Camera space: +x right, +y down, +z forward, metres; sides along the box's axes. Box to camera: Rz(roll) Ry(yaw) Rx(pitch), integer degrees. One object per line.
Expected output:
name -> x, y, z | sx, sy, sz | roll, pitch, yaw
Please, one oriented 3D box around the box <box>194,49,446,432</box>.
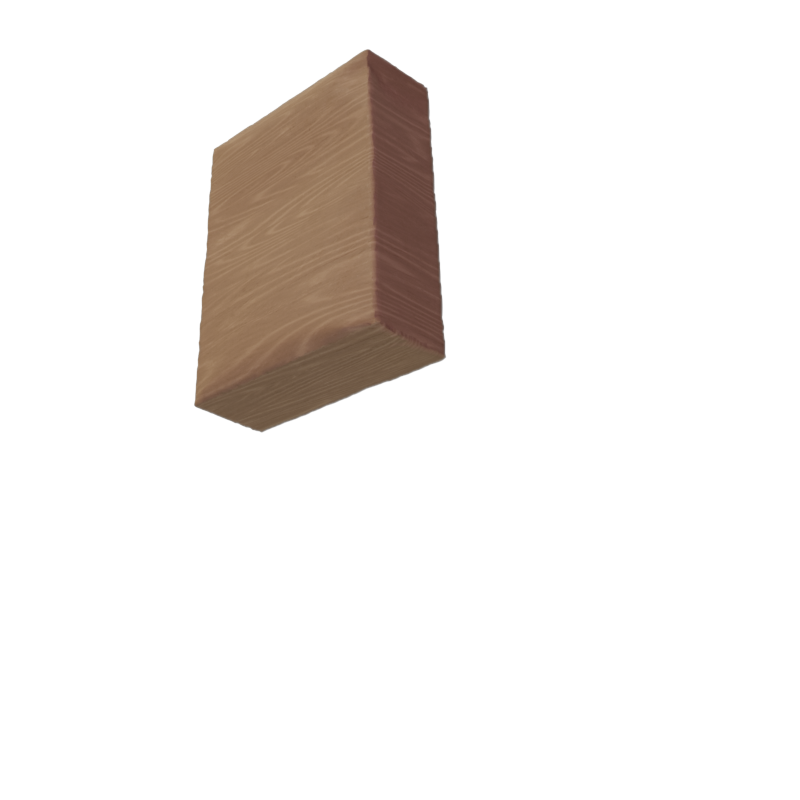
box -> -0.058, -0.106, 0.746 | 0.165, 0.228, 0.067 | -24, -36, 35
